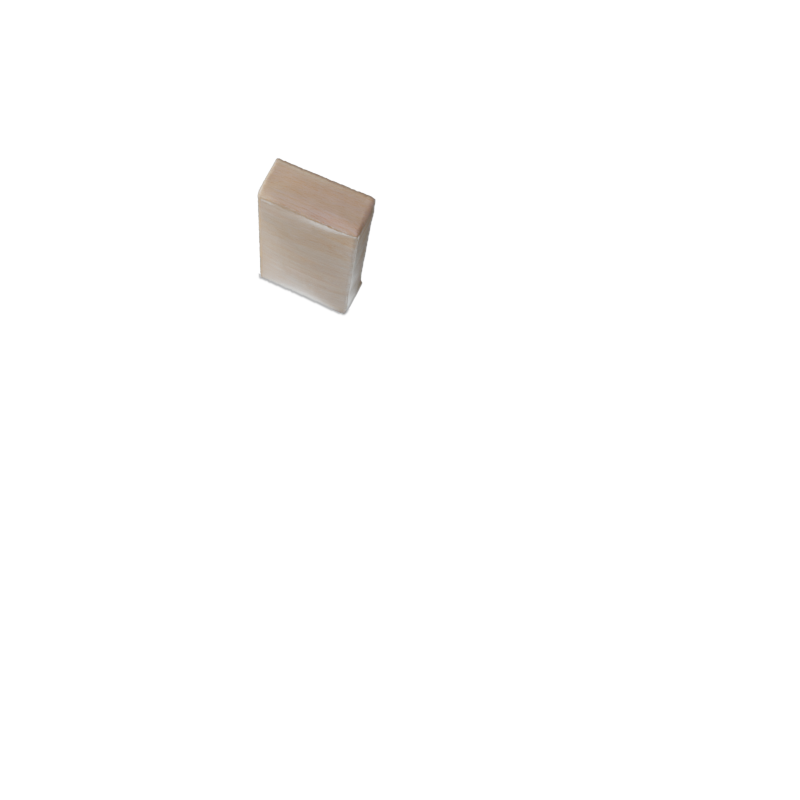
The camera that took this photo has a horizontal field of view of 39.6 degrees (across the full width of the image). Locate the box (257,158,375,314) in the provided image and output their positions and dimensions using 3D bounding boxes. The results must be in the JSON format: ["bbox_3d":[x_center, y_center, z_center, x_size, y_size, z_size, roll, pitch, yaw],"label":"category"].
[{"bbox_3d":[-0.077,-0.140,0.979,0.095,0.049,0.169,25,-16,4],"label":"box"}]
